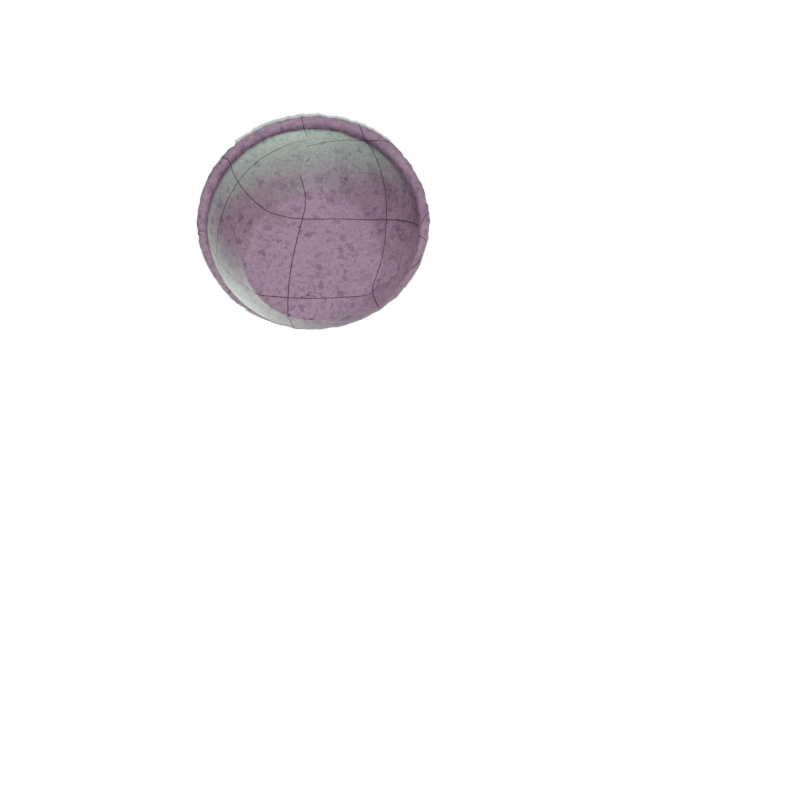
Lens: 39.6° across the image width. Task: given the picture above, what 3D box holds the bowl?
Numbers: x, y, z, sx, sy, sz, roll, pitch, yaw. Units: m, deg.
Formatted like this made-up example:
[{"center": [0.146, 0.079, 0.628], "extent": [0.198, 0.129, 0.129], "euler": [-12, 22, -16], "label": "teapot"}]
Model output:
[{"center": [-0.058, -0.107, 0.747], "extent": [0.162, 0.153, 0.058], "euler": [1, 27, -1], "label": "bowl"}]
